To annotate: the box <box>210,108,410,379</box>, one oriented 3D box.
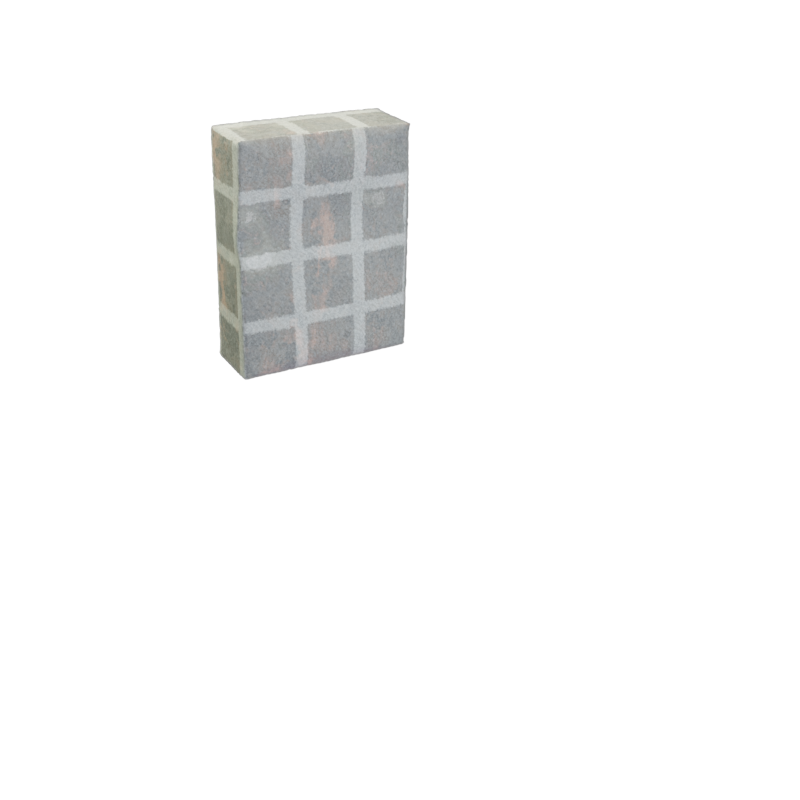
[{"bbox_3d":[-0.076,-0.139,0.976,0.161,0.204,0.077,-11,24,-26],"label":"box"}]
